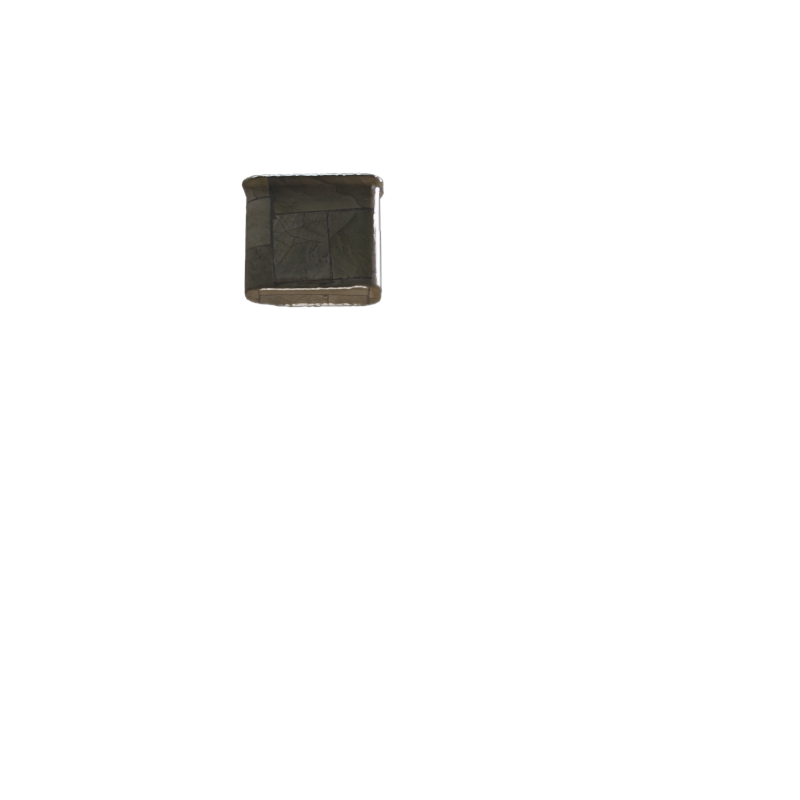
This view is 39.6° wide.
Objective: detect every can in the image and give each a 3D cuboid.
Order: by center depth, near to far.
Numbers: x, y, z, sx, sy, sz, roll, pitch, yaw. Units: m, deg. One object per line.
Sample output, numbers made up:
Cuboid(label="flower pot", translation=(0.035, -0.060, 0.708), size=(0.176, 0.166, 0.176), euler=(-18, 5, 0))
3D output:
Cuboid(label="can", translation=(-0.062, -0.113, 0.790), size=(0.102, 0.087, 0.055), euler=(-1, -15, 2))
